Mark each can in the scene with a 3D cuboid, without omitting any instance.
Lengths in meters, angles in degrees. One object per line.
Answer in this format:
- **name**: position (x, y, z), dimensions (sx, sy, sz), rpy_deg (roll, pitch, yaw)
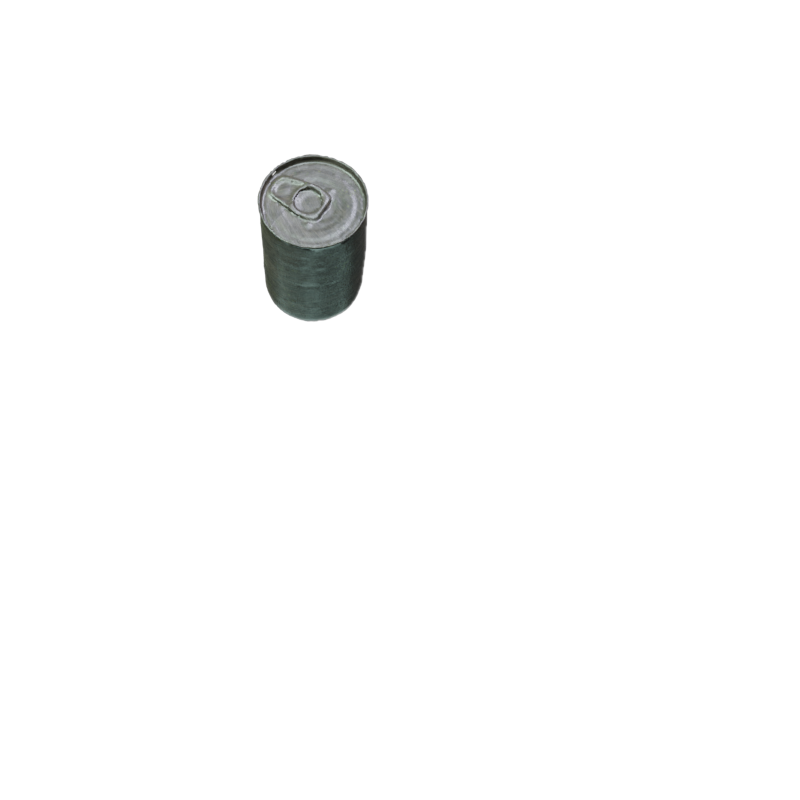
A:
- **can**: position (-0.056, -0.103, 0.718), dimensions (0.068, 0.073, 0.096), rpy_deg (0, -26, -3)
